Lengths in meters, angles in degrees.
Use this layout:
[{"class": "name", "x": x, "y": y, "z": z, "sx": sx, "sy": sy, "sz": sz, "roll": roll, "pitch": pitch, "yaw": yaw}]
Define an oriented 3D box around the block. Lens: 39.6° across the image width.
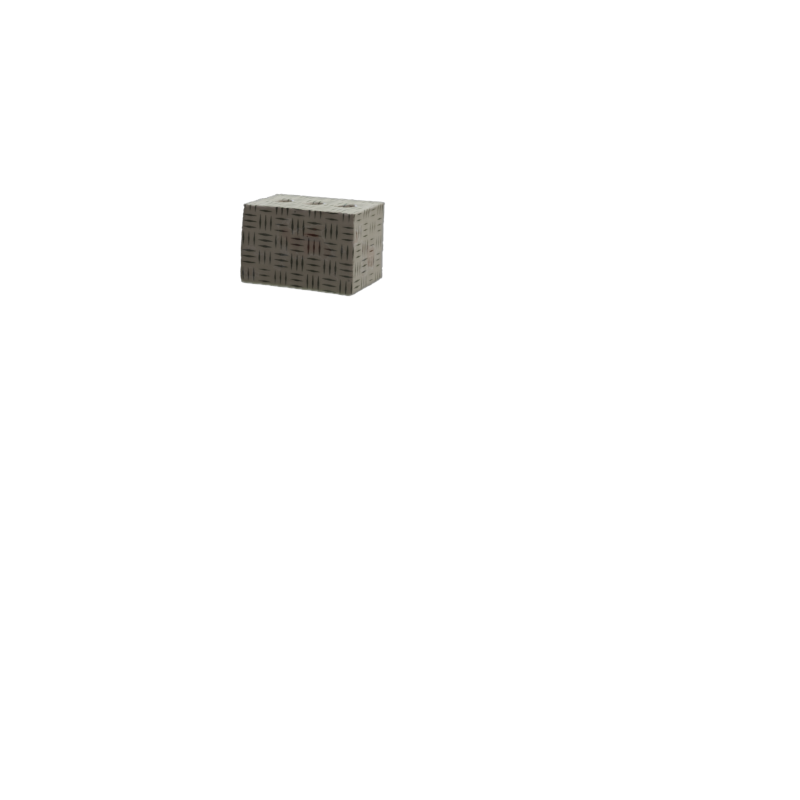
[{"class": "block", "x": -0.055, "y": -0.100, "z": 0.698, "sx": 0.081, "sy": 0.050, "sz": 0.053, "roll": 8, "pitch": 18, "yaw": 23}]
